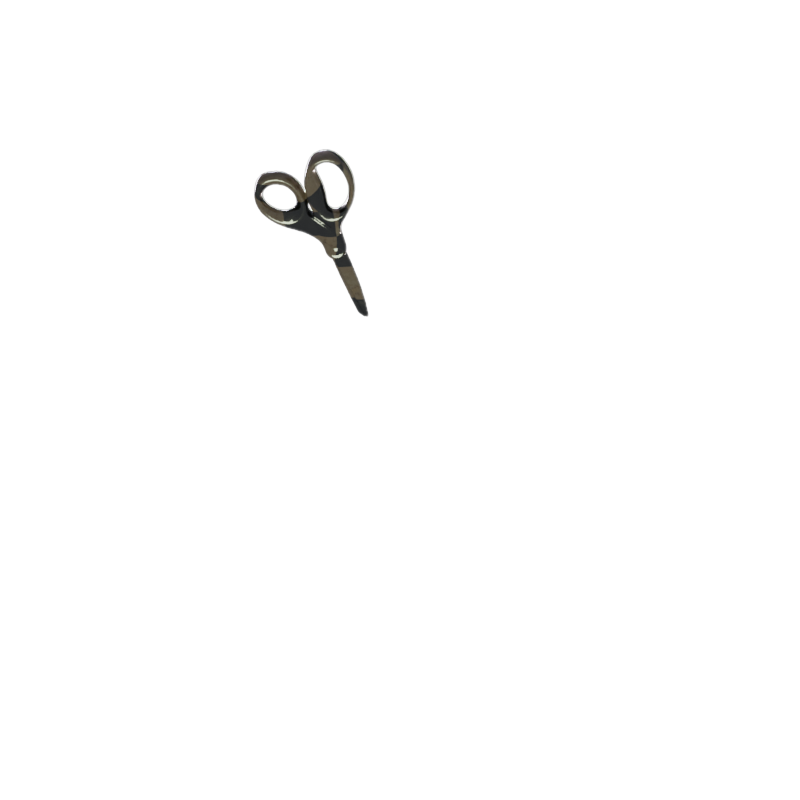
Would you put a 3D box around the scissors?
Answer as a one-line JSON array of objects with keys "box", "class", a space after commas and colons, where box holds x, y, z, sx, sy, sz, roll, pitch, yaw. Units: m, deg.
[{"box": [-0.078, -0.142, 0.995, 0.096, 0.017, 0.187, 0, -43, 0], "class": "scissors"}]
